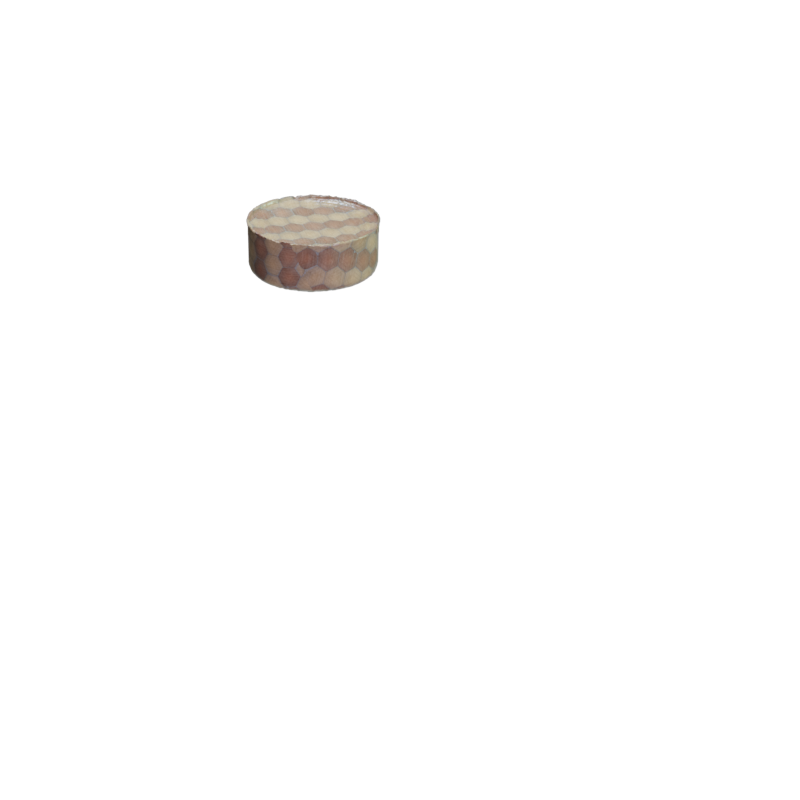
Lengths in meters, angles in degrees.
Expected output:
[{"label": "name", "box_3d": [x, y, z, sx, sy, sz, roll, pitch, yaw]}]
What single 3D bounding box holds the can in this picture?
[{"label": "can", "box_3d": [-0.056, -0.102, 0.716, 0.086, 0.032, 0.091, -1, 29, -2]}]
